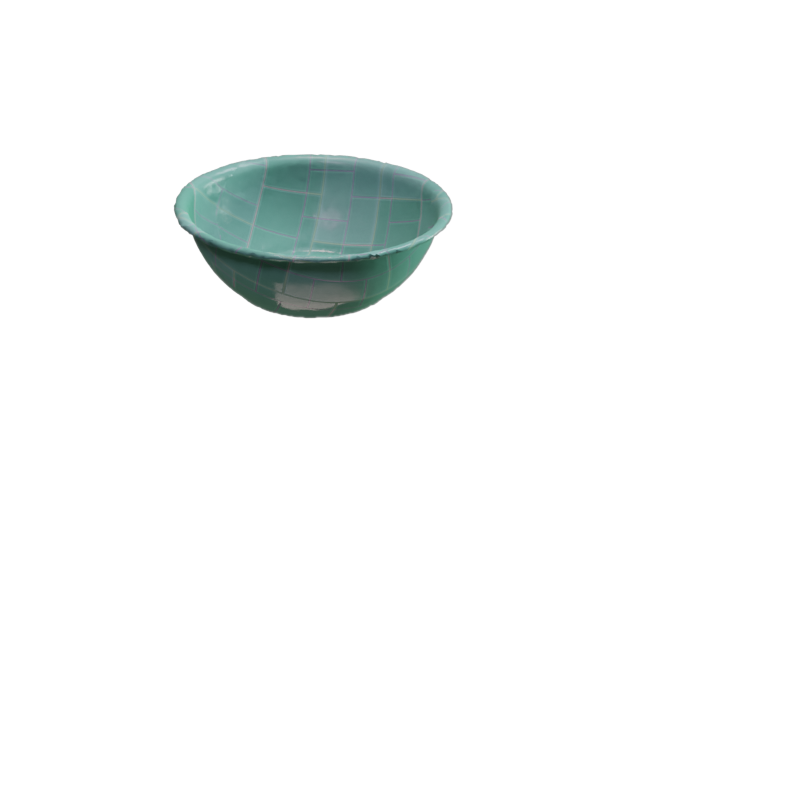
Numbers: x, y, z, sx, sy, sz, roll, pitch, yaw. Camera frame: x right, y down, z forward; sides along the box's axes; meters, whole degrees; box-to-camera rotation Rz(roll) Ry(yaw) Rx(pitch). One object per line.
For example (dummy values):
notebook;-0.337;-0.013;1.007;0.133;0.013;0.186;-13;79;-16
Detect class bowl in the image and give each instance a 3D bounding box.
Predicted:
bowl;-0.051;-0.093;0.653;0.162;0.052;0.172;-1;30;-2
